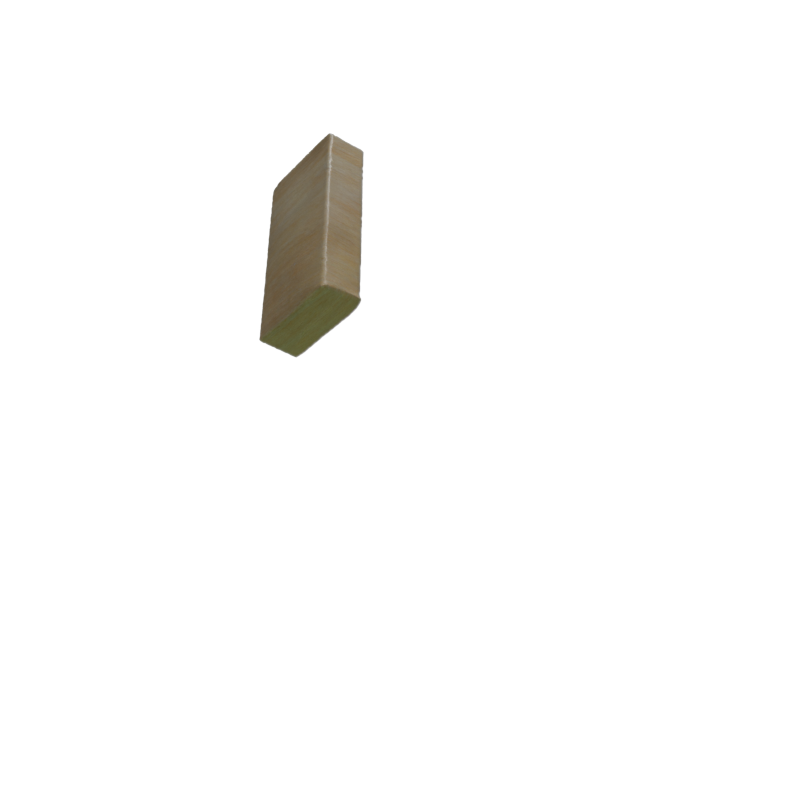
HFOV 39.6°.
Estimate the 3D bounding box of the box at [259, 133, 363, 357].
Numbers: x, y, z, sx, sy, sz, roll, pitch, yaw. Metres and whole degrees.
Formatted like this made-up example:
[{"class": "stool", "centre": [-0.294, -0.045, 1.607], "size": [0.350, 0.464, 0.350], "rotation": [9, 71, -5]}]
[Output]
[{"class": "box", "centre": [-0.074, -0.135, 0.944], "size": [0.045, 0.189, 0.092], "rotation": [25, -45, -31]}]
